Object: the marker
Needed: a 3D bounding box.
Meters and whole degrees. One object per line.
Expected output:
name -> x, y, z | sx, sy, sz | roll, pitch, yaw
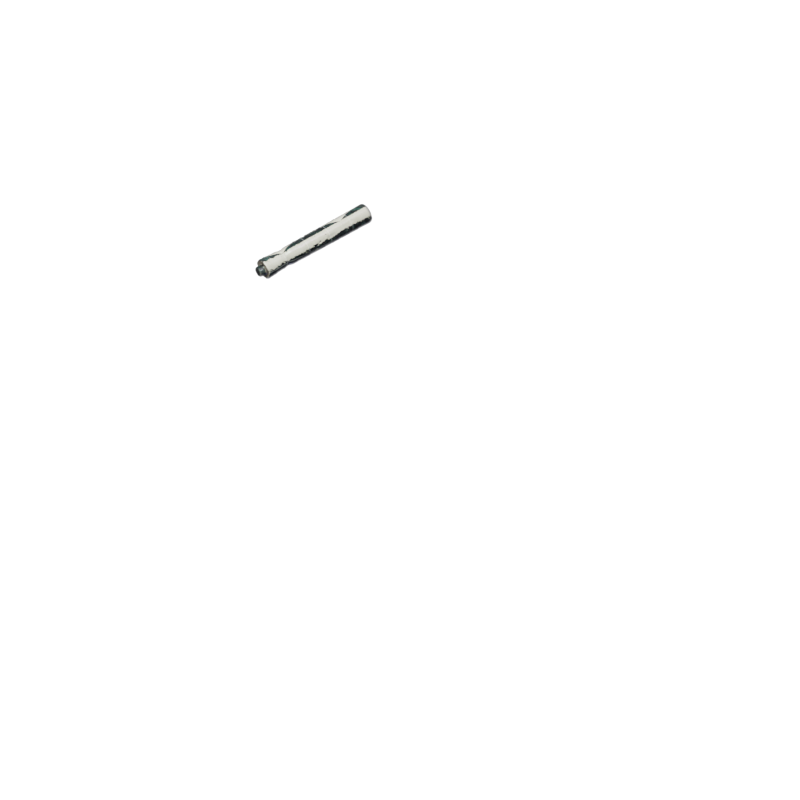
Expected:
marker -> -0.077, -0.141, 0.990 | 0.121, 0.019, 0.020 | -33, 19, -24
